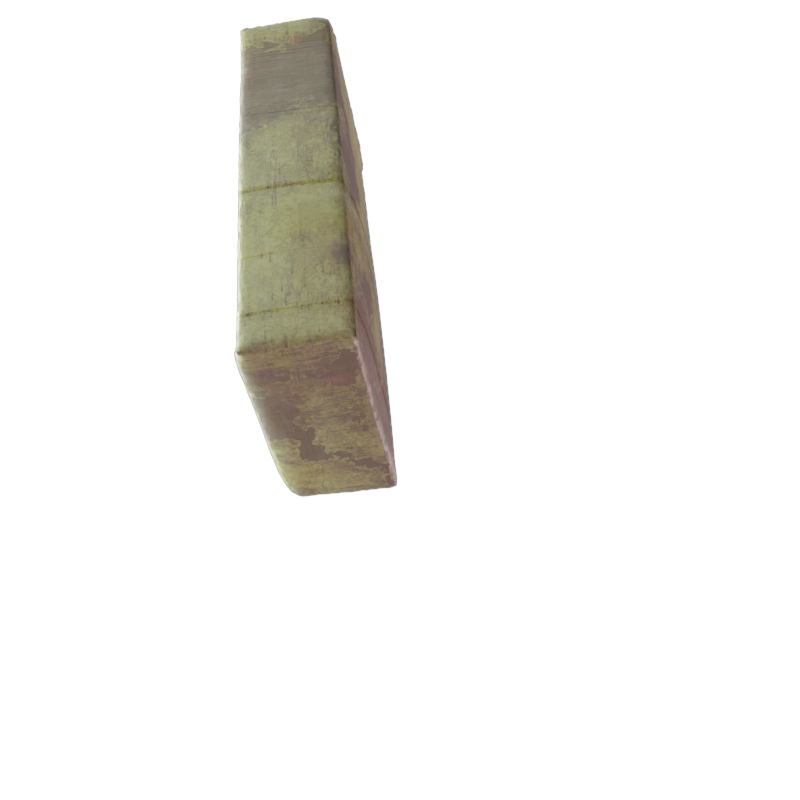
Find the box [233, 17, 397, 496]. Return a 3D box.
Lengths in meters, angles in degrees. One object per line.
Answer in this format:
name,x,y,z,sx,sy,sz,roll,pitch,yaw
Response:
box,-0.034,-0.062,0.435,0.048,0.189,0.086,-8,-40,5
